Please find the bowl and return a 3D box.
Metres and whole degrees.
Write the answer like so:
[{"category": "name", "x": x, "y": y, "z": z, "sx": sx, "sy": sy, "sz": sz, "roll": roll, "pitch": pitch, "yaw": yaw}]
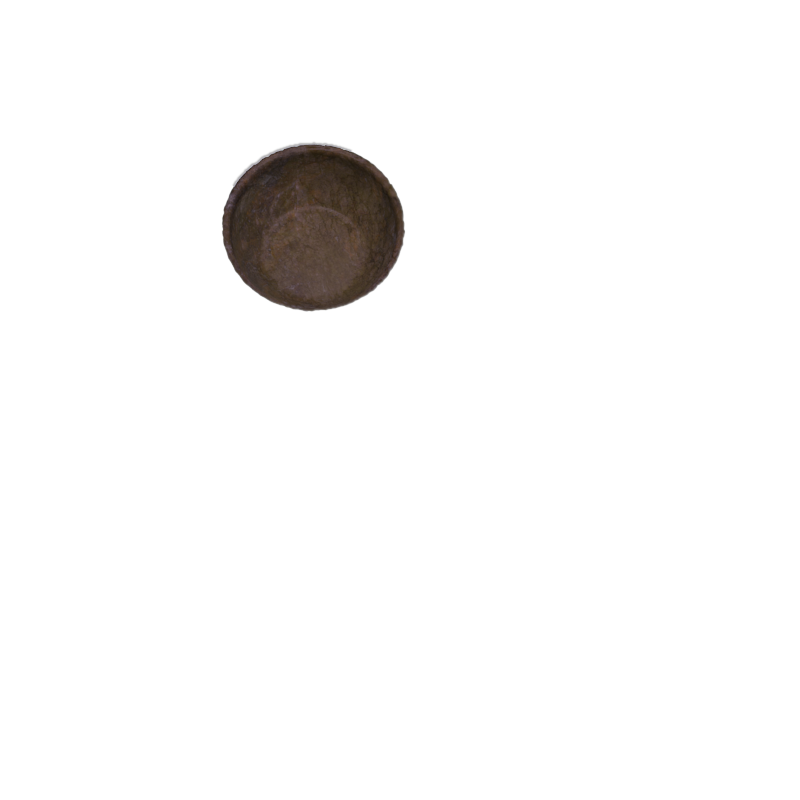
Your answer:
[{"category": "bowl", "x": -0.075, "y": -0.137, "z": 0.957, "sx": 0.162, "sy": 0.153, "sz": 0.058, "roll": 1, "pitch": 26, "yaw": -1}]
